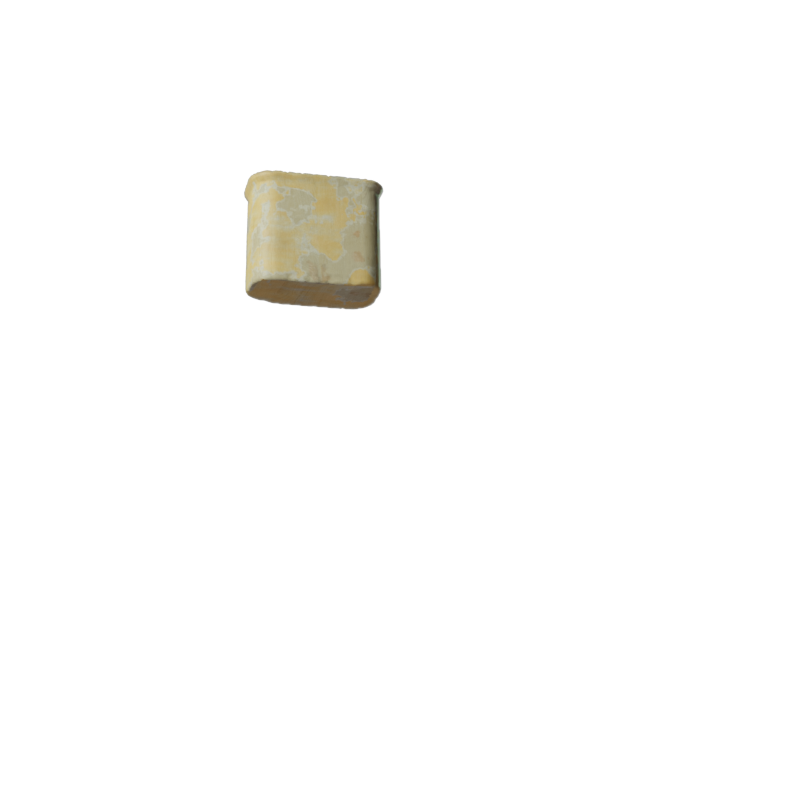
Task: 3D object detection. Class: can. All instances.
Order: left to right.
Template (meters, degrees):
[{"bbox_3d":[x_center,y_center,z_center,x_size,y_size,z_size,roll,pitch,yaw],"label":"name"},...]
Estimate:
[{"bbox_3d":[-0.064,-0.116,0.815,0.100,0.088,0.056,3,-21,-12],"label":"can"}]
